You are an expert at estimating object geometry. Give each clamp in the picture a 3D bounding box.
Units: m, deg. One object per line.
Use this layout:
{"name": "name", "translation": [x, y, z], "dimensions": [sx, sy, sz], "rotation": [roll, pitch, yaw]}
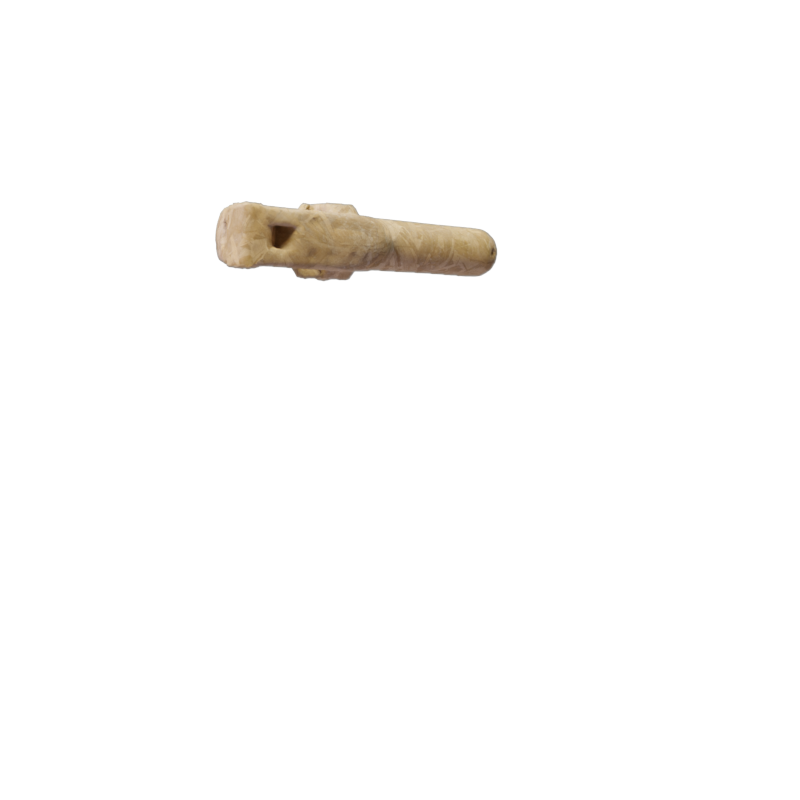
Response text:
{"name": "clamp", "translation": [-0.042, -0.076, 0.531], "dimensions": [0.124, 0.039, 0.165], "rotation": [1, 2, 33]}
